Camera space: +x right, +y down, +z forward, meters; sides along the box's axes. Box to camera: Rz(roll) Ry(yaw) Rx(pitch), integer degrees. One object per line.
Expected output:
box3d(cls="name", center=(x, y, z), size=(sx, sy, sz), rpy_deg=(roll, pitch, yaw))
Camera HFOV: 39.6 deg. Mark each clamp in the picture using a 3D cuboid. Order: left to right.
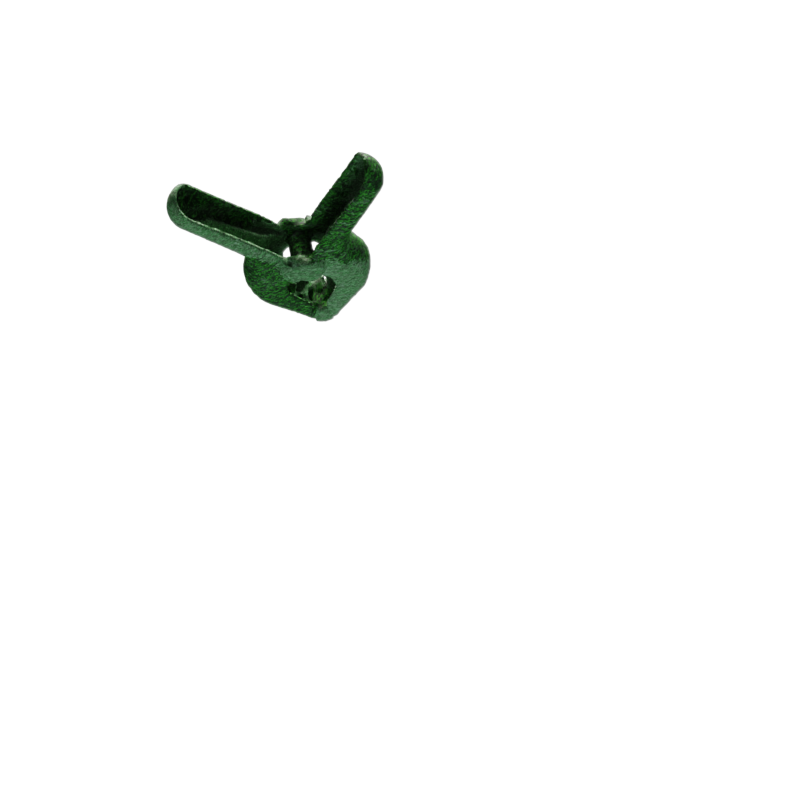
box3d(cls="clamp", center=(-0.052, -0.095, 0.664), size=(0.122, 0.041, 0.161), rpy_deg=(-6, -18, 16))
